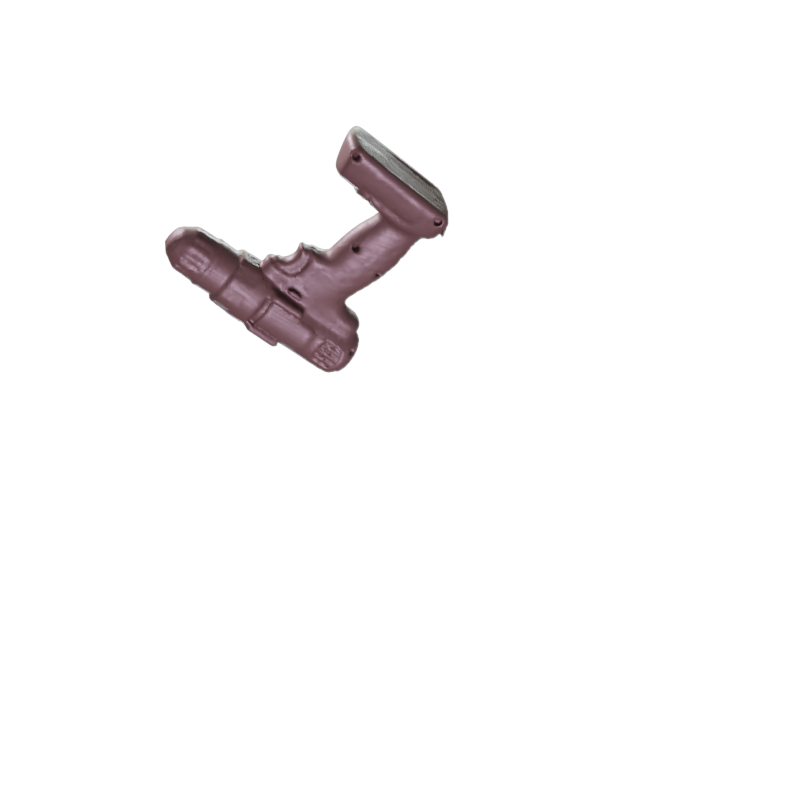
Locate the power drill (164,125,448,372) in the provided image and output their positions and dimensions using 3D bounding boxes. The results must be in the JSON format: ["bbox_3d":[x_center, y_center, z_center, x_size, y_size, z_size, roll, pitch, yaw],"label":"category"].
[{"bbox_3d":[-0.069,-0.126,0.884,0.176,0.184,0.061,35,27,-21],"label":"power drill"}]
